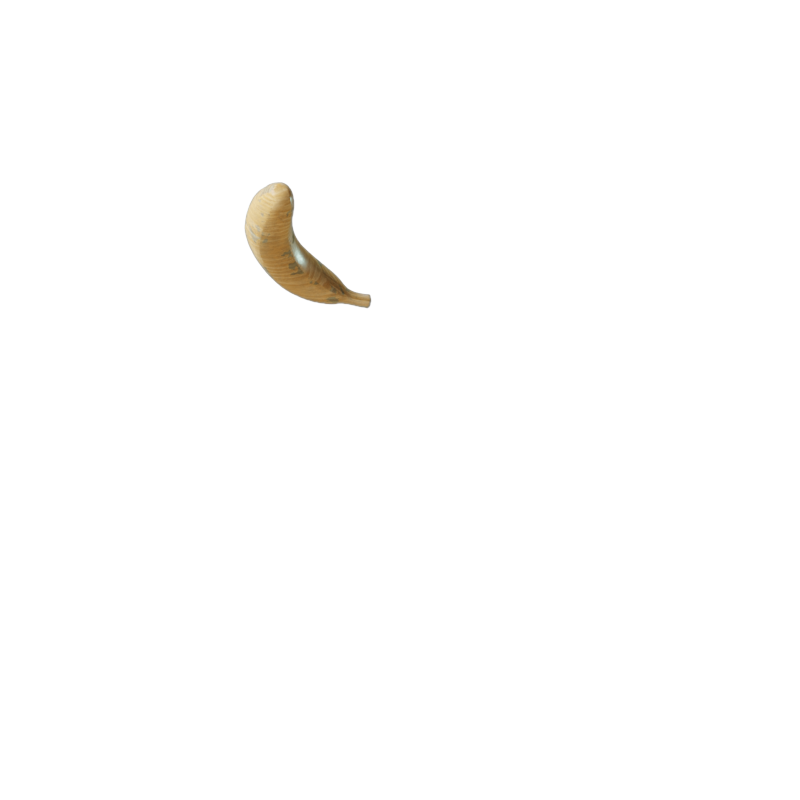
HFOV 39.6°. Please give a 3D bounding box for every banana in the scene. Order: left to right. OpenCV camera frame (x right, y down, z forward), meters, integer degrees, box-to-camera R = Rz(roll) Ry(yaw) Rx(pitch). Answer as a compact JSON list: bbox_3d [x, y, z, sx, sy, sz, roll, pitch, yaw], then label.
[{"bbox_3d":[-0.085,-0.122,0.889,0.071,0.039,0.184,-8,-23,17],"label":"banana"}]
